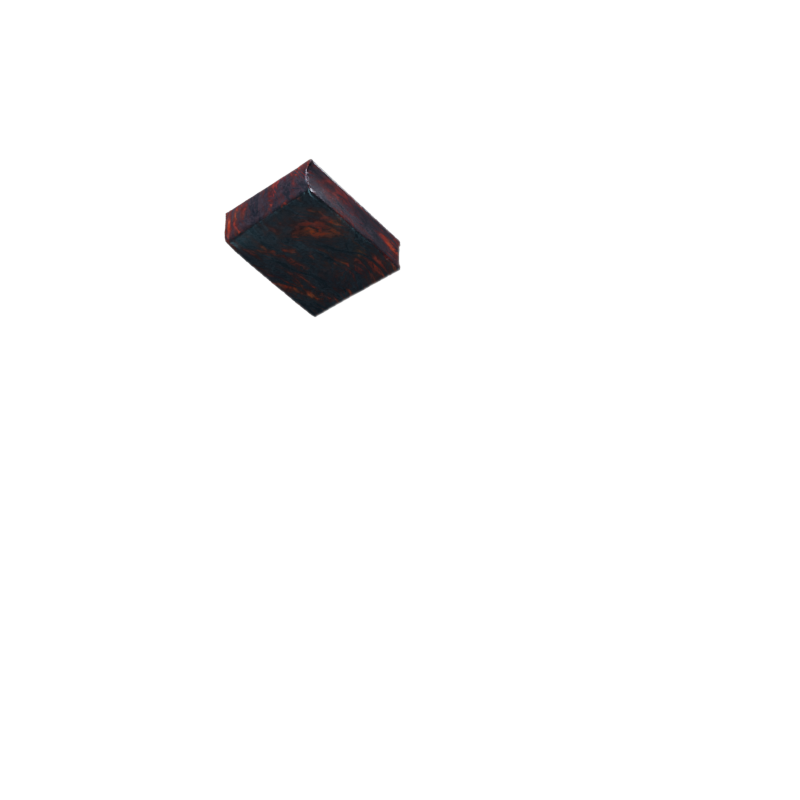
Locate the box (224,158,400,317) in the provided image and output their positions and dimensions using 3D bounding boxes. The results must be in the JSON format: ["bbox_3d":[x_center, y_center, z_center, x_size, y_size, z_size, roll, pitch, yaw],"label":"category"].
[{"bbox_3d":[-0.068,-0.123,0.862,0.090,0.042,0.106,-29,-49,28],"label":"box"}]
